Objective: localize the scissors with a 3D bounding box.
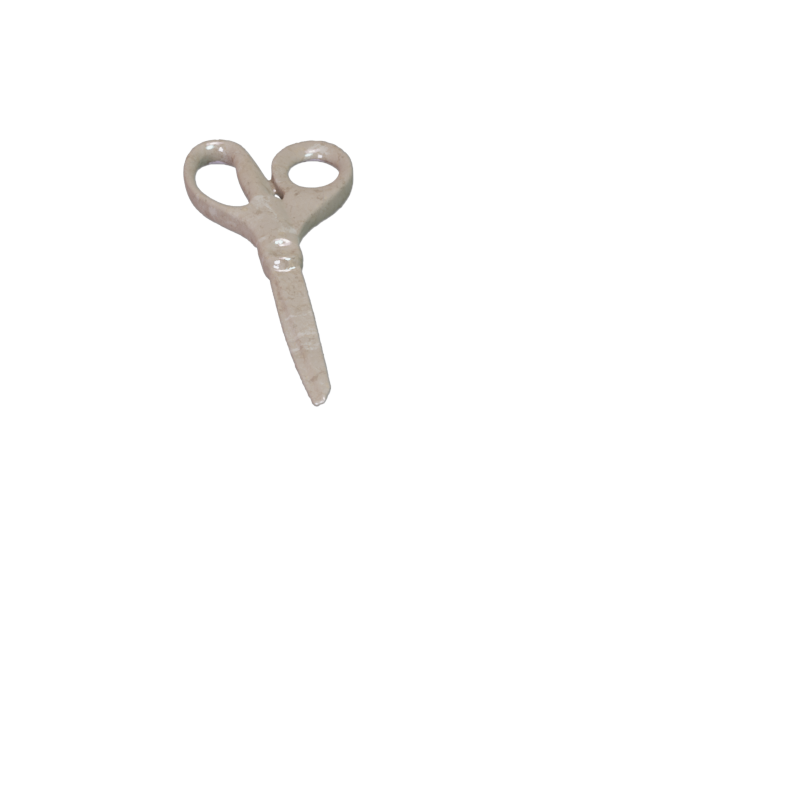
[{"bbox_3d":[-0.041,-0.075,0.527,0.095,0.015,0.218,-19,44,-20],"label":"scissors"}]
